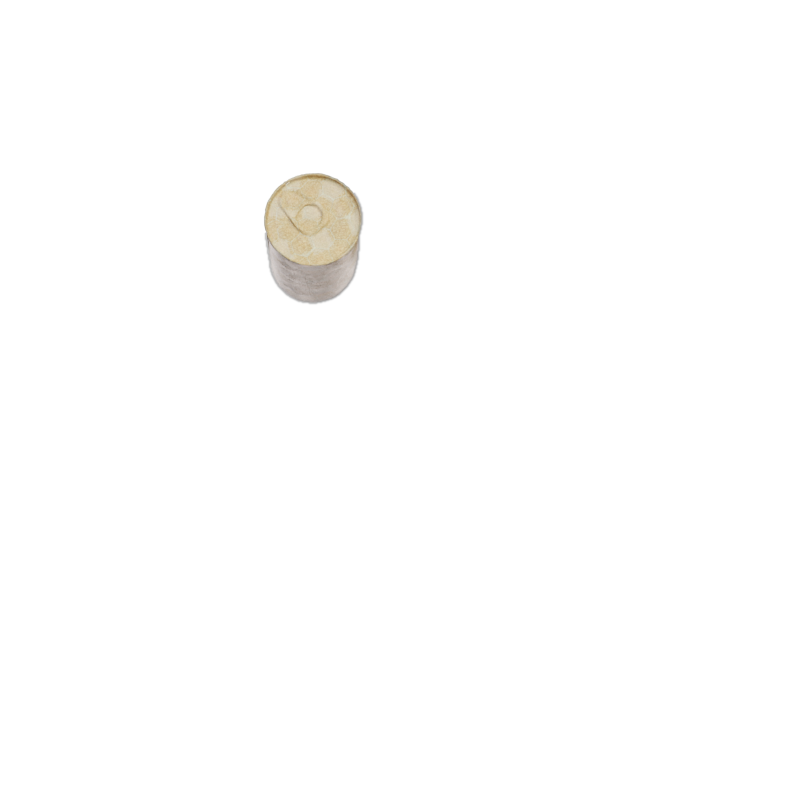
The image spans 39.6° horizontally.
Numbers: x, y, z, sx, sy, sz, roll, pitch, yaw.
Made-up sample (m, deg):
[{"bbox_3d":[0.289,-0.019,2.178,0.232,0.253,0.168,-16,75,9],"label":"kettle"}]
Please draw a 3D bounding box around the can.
[{"bbox_3d":[-0.063,-0.116,0.810,0.068,0.071,0.099,0,-13,-3],"label":"can"}]
